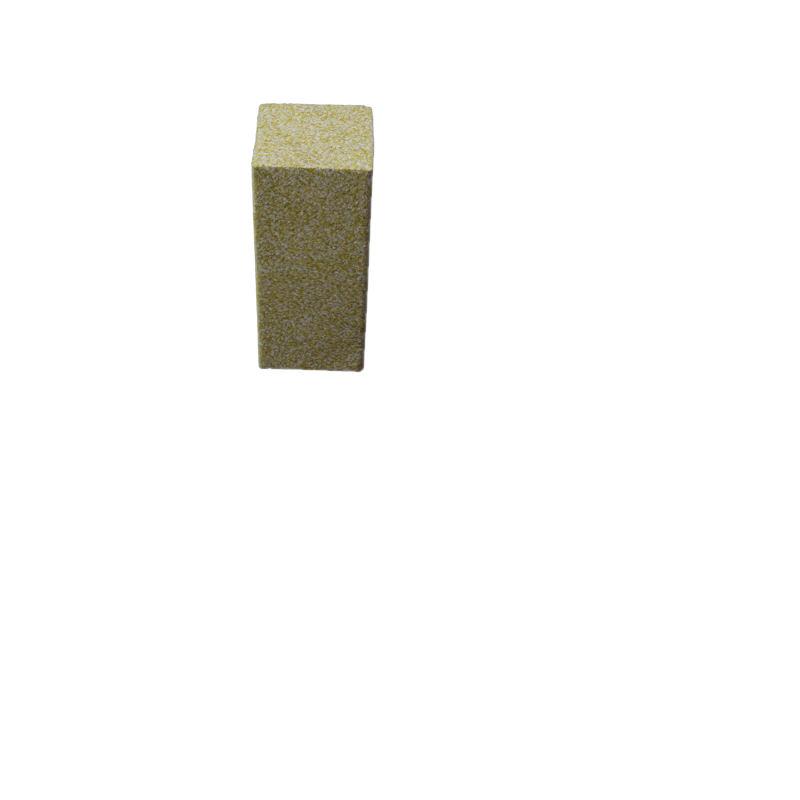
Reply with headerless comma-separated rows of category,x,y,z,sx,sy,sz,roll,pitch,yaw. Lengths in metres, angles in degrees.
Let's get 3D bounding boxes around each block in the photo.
block,-0.070,-0.128,0.896,0.091,0.192,0.097,2,42,-2
